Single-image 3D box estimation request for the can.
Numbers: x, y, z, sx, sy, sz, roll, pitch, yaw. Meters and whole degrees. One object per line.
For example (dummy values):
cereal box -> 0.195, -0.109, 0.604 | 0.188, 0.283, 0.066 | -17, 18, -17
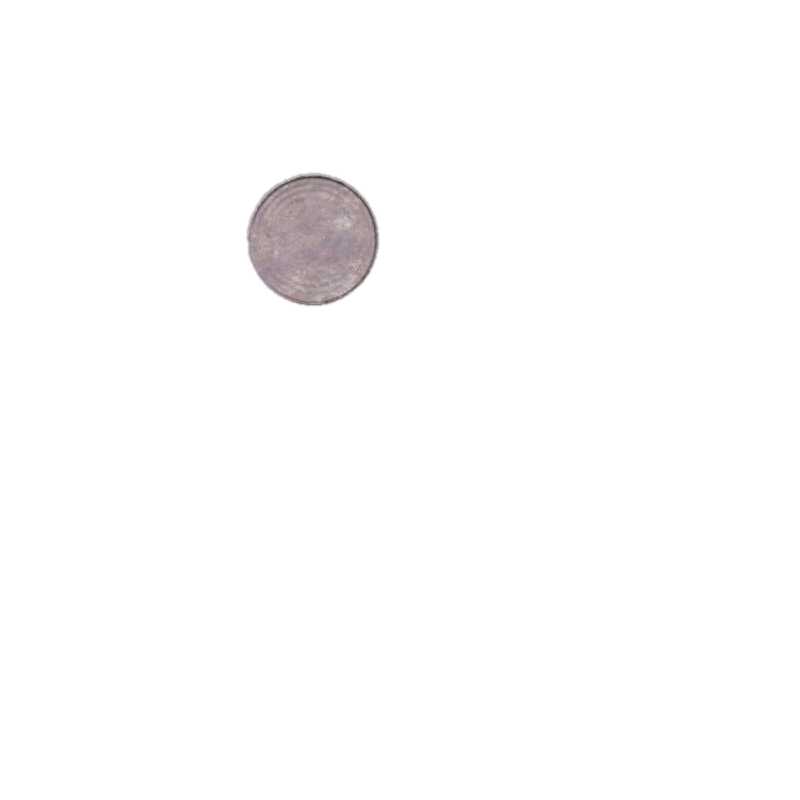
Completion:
can -> -0.058, -0.106, 0.742 | 0.086, 0.087, 0.033 | 0, -5, -1
